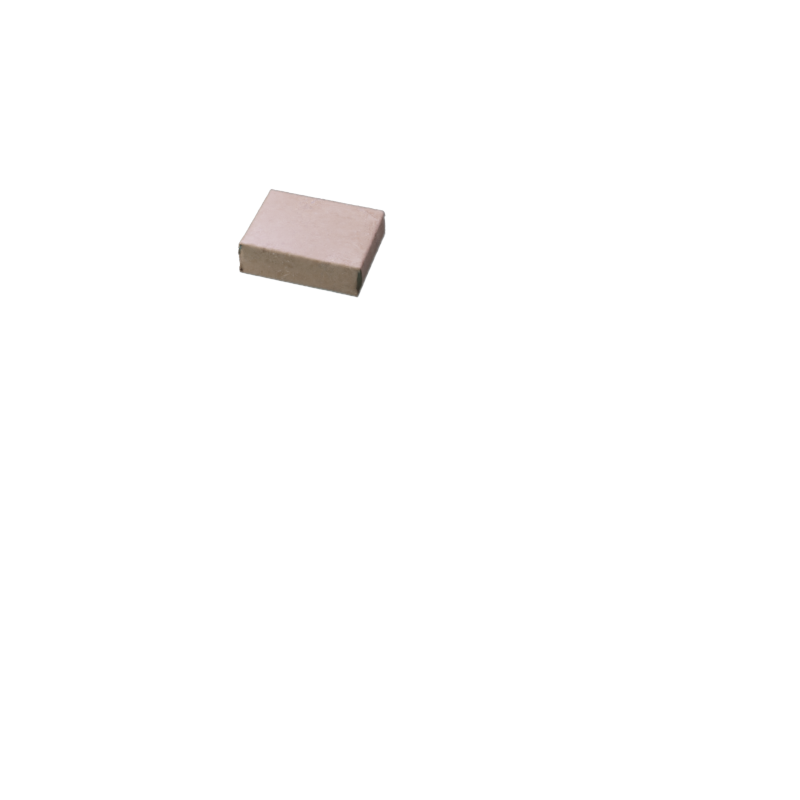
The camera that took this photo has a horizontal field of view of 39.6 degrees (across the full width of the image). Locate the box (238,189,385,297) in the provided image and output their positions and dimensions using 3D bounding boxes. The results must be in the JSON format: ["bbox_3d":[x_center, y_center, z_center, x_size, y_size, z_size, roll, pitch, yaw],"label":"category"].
[{"bbox_3d":[-0.077,-0.141,0.990,0.116,0.036,0.094,10,41,11],"label":"box"}]
